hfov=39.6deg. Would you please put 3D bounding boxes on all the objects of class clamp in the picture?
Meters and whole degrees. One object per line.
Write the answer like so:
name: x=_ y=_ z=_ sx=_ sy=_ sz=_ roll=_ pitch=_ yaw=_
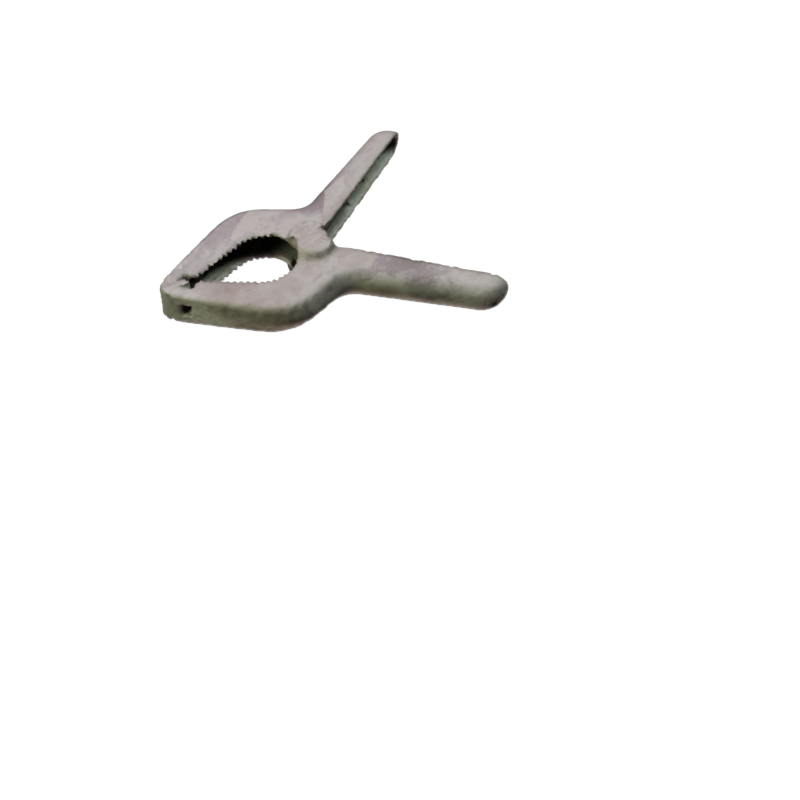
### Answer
clamp: x=-0.057 y=-0.103 z=0.723 sx=0.208 sy=0.178 sz=0.034 roll=-14 pitch=-38 yaw=-12
